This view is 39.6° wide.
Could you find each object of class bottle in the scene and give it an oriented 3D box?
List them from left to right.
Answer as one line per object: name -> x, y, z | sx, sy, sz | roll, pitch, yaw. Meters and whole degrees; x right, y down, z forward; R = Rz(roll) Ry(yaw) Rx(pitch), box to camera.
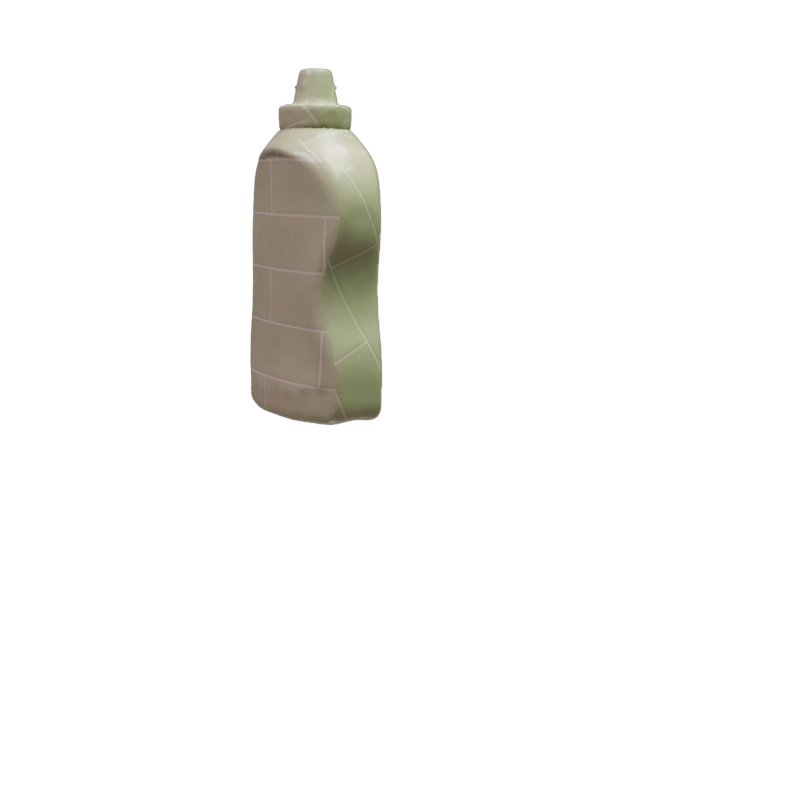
bottle -> -0.048, -0.089, 0.621 | 0.056, 0.190, 0.100 | -2, 5, -32
